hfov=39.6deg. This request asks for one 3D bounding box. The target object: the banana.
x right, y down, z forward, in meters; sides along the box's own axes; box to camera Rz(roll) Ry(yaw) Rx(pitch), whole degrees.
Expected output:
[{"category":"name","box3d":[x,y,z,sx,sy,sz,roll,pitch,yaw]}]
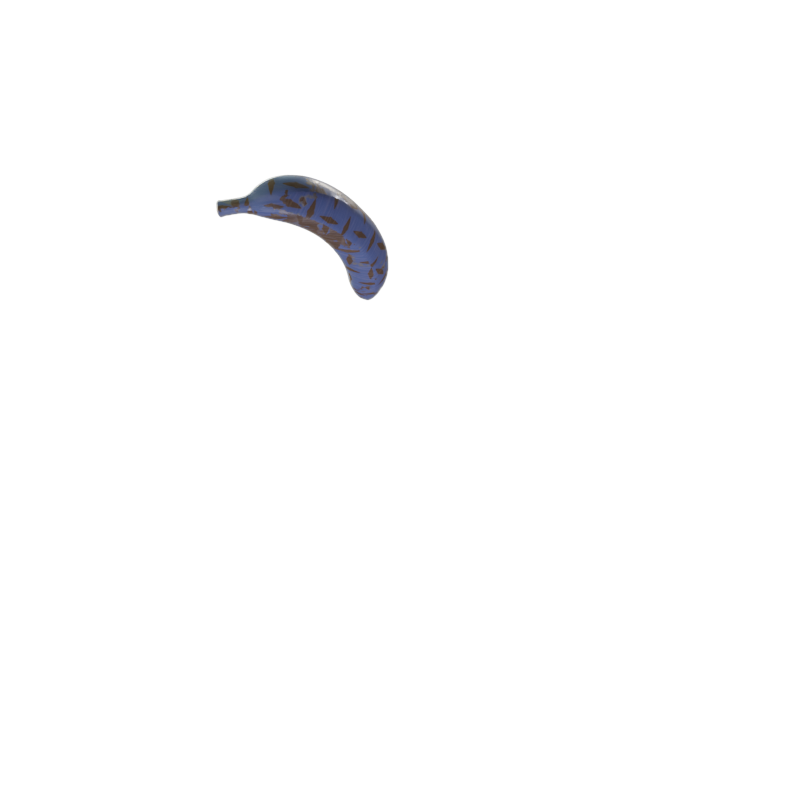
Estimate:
[{"category":"banana","box3d":[-0.054,-0.129,0.855,0.070,0.039,0.184,-16,-27,31]}]
